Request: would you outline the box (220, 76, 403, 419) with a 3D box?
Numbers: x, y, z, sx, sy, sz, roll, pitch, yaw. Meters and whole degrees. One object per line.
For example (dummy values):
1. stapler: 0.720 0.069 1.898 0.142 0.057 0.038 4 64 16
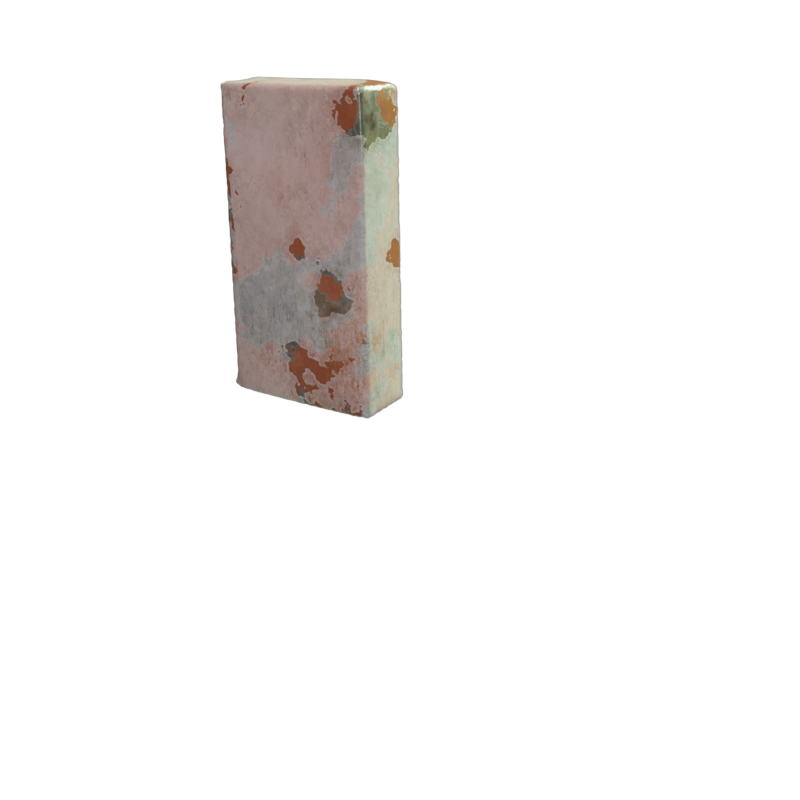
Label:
1. box: -0.047 -0.086 0.606 0.098 0.171 0.047 10 15 33
